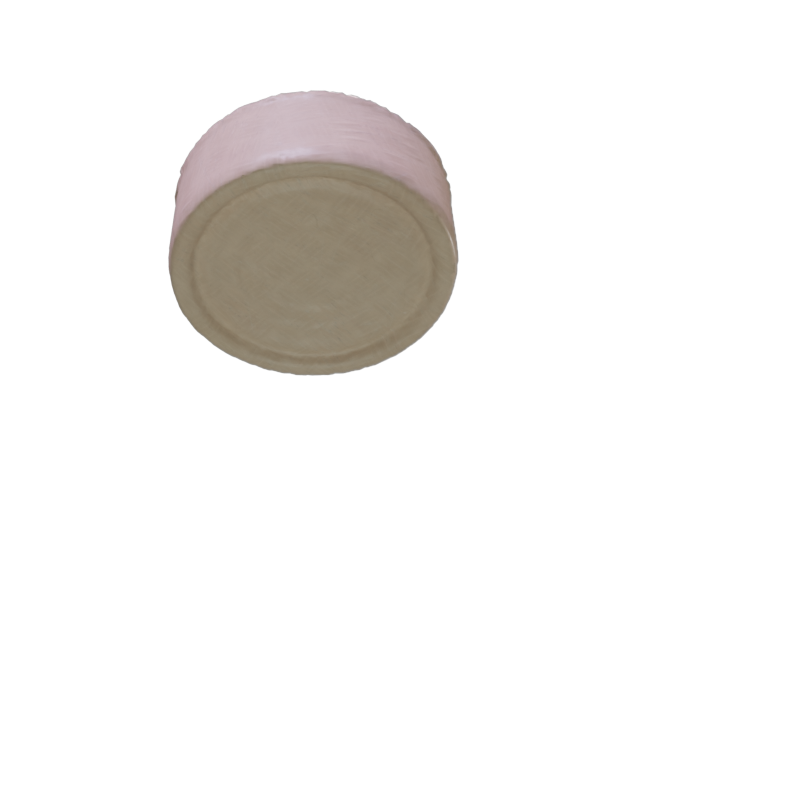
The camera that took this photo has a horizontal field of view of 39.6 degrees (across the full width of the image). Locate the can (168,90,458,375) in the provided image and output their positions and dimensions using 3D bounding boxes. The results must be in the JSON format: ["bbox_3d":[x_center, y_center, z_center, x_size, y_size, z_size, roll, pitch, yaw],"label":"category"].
[{"bbox_3d":[-0.026,-0.047,0.332,0.086,0.080,0.036,1,43,-1],"label":"can"}]
